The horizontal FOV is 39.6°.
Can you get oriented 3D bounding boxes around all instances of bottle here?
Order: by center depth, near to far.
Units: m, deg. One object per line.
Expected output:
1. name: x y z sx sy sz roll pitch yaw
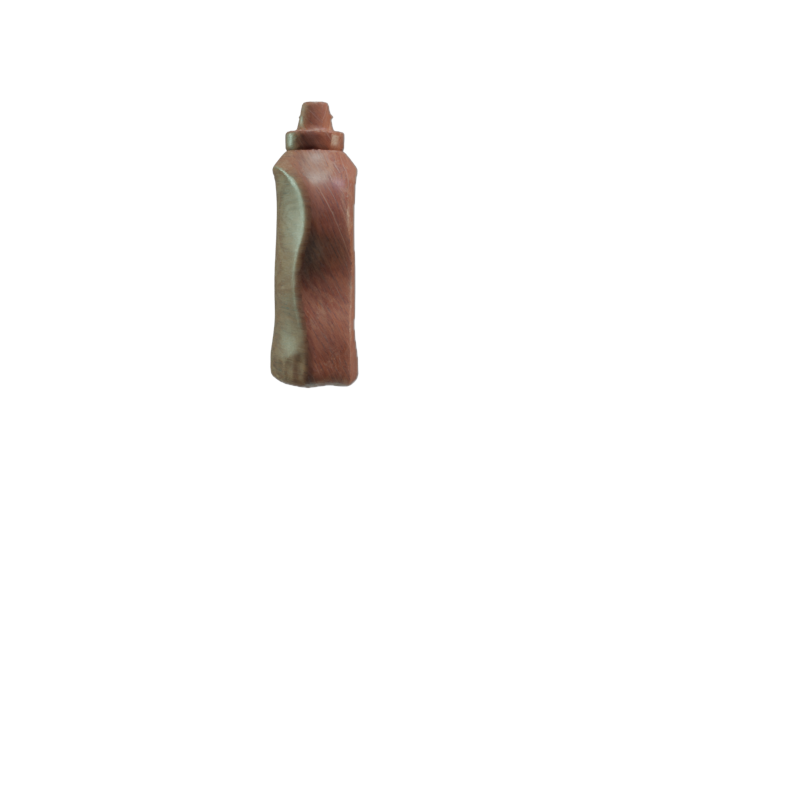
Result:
1. bottle: -0.059 -0.109 0.765 0.057 0.191 0.098 0 3 -14
